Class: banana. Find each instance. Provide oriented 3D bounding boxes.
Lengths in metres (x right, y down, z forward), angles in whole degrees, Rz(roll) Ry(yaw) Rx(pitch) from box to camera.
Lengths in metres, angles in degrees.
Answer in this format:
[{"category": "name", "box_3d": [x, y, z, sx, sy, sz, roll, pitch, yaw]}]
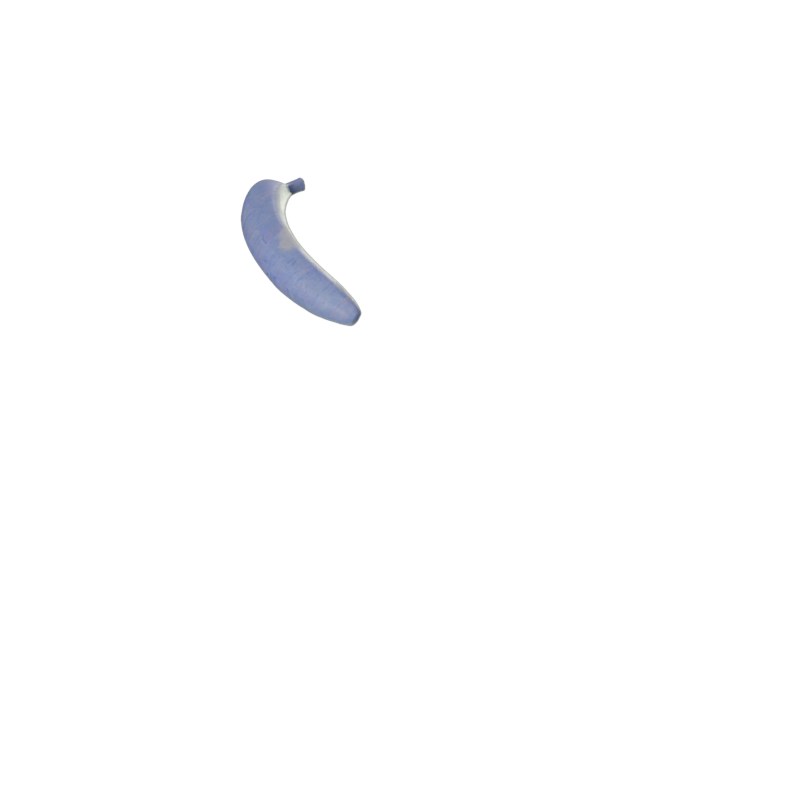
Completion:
[{"category": "banana", "box_3d": [-0.089, -0.127, 0.894, 0.069, 0.034, 0.214, -10, 44, -12]}]
